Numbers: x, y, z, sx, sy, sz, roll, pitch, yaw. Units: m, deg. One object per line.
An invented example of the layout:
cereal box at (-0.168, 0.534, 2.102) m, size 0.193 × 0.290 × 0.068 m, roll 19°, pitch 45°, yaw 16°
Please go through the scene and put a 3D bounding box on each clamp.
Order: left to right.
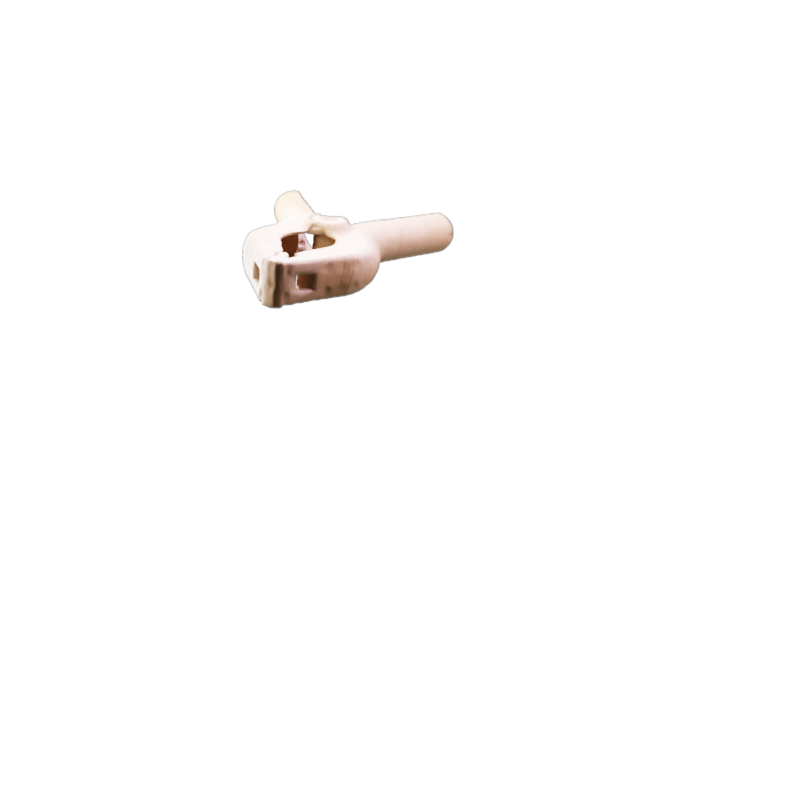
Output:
clamp at (-0.052, -0.095, 0.668) m, size 0.125 × 0.038 × 0.171 m, roll 9°, pitch 21°, yaw 25°
